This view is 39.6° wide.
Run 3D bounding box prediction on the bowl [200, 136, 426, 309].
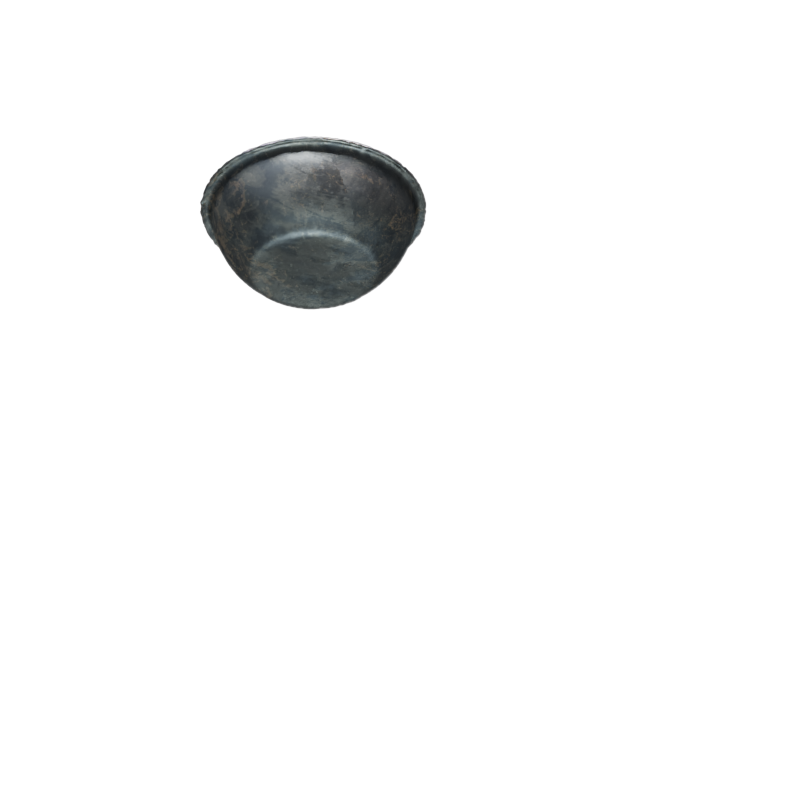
[{"bbox_3d":[-0.061,-0.111,0.780,0.162,0.059,0.152,1,-32,-2],"label":"bowl"}]
